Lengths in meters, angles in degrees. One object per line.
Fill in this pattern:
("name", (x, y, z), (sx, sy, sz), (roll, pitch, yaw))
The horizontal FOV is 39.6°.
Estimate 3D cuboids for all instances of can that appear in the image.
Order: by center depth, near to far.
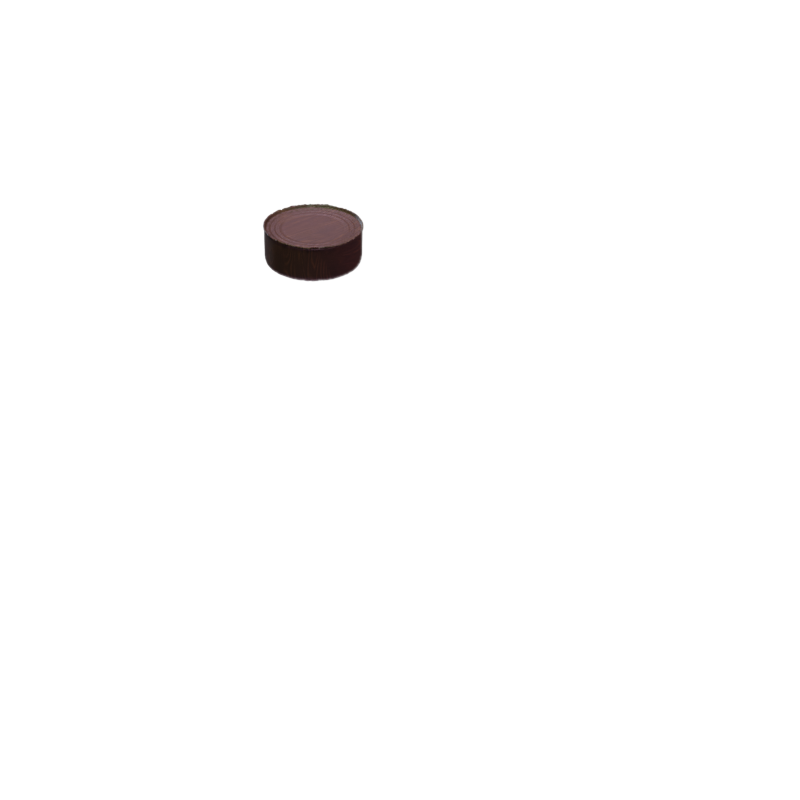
("can", (-0.075, -0.136, 0.953), (0.086, 0.032, 0.091), (-1, 32, -2))
